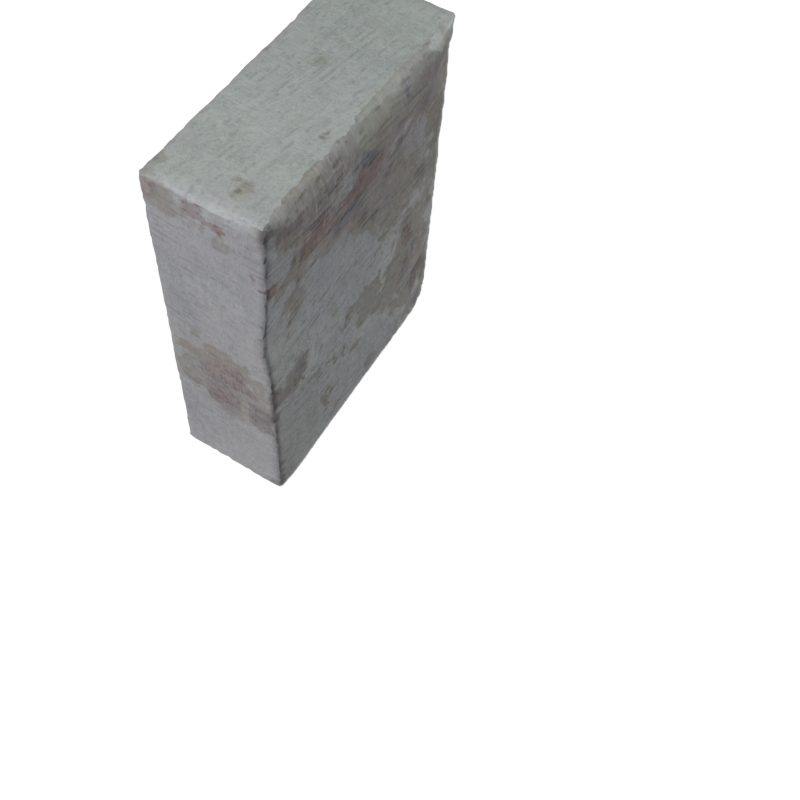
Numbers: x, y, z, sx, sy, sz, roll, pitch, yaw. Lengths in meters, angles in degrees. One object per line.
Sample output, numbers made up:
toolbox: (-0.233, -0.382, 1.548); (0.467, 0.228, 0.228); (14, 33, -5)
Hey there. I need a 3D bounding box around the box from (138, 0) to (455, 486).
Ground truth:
box: (-0.044, -0.080, 0.562); (0.074, 0.169, 0.200); (26, -32, 14)
